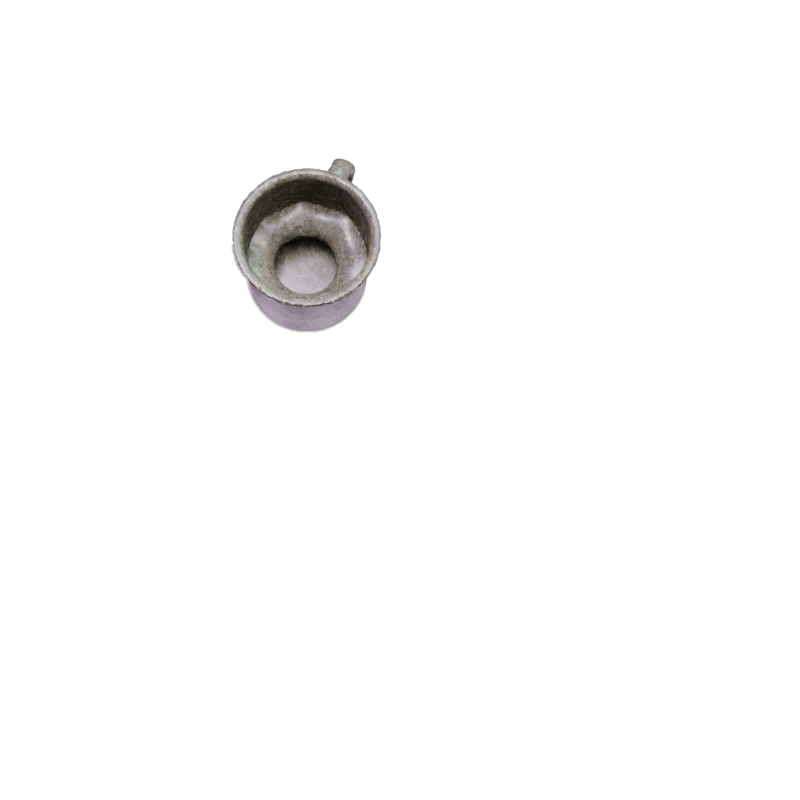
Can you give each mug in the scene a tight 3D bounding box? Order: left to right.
[{"bbox_3d":[-0.057,-0.104,0.732,0.094,0.121,0.078,18,-18,4],"label":"mug"}]
